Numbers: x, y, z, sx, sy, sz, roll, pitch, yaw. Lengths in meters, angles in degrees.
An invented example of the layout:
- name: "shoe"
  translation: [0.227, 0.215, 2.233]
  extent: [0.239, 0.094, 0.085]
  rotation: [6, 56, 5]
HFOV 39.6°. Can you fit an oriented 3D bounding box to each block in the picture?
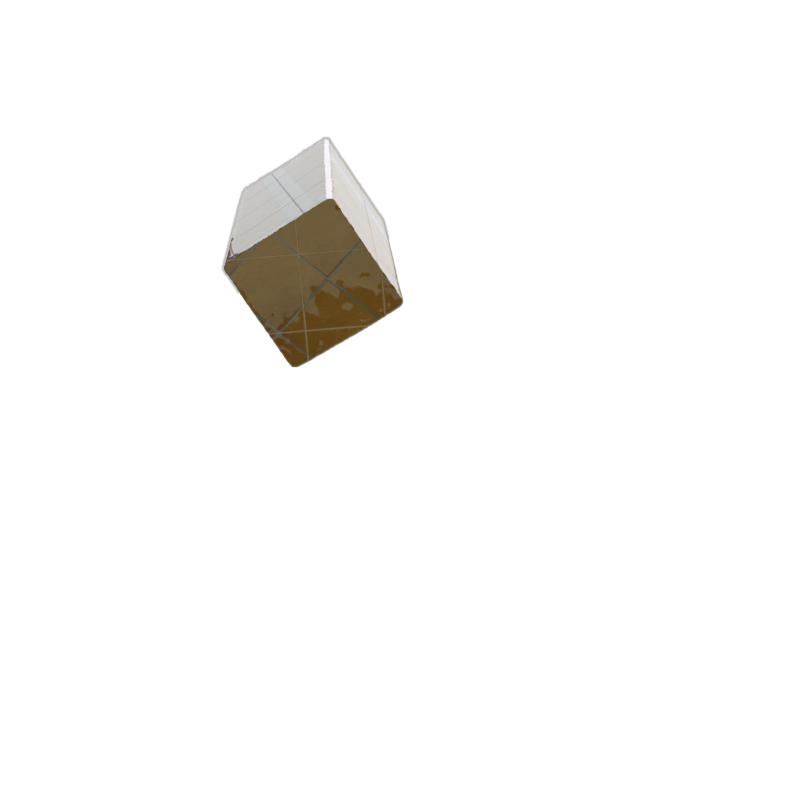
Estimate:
- name: "block"
  translation: [-0.065, -0.118, 0.827]
  extent: [0.090, 0.087, 0.216]
  rotation: [-31, 21, 9]
